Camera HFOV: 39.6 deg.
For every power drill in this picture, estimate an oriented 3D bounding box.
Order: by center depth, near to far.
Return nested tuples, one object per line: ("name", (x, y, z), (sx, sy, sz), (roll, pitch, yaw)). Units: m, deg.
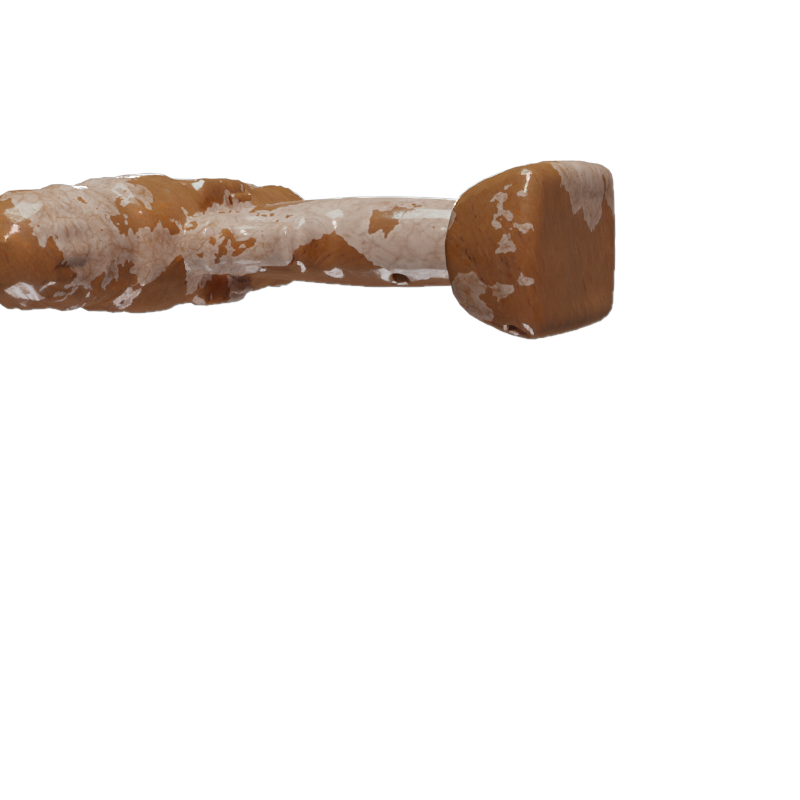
("power drill", (-0.031, -0.056, 0.392), (0.195, 0.056, 0.181), (6, 13, 27))
